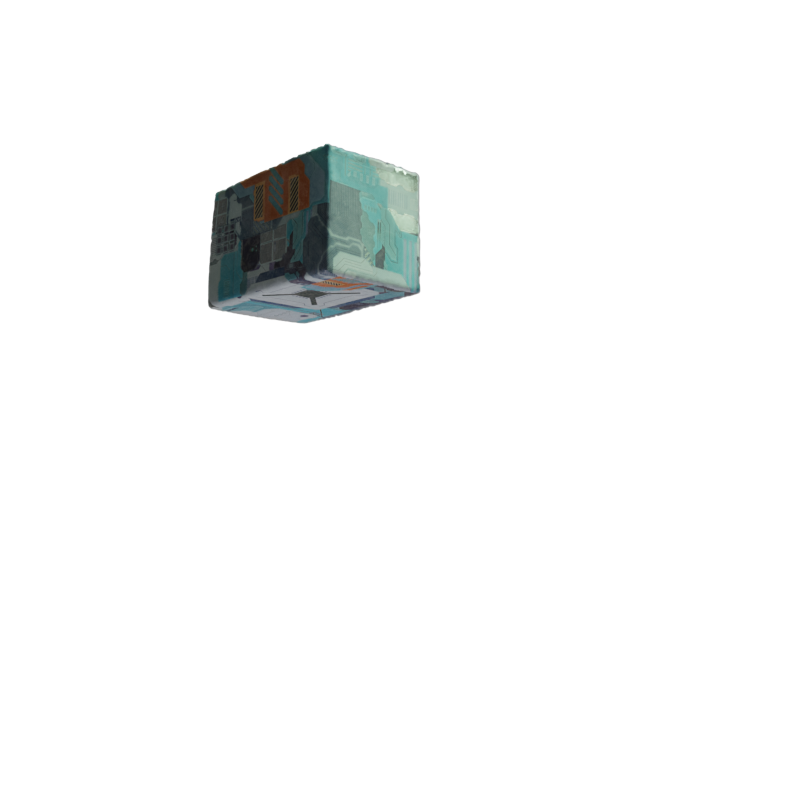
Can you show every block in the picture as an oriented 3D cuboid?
[{"bbox_3d":[-0.036,-0.065,0.458,0.050,0.053,0.079,11,-16,-42],"label":"block"}]
